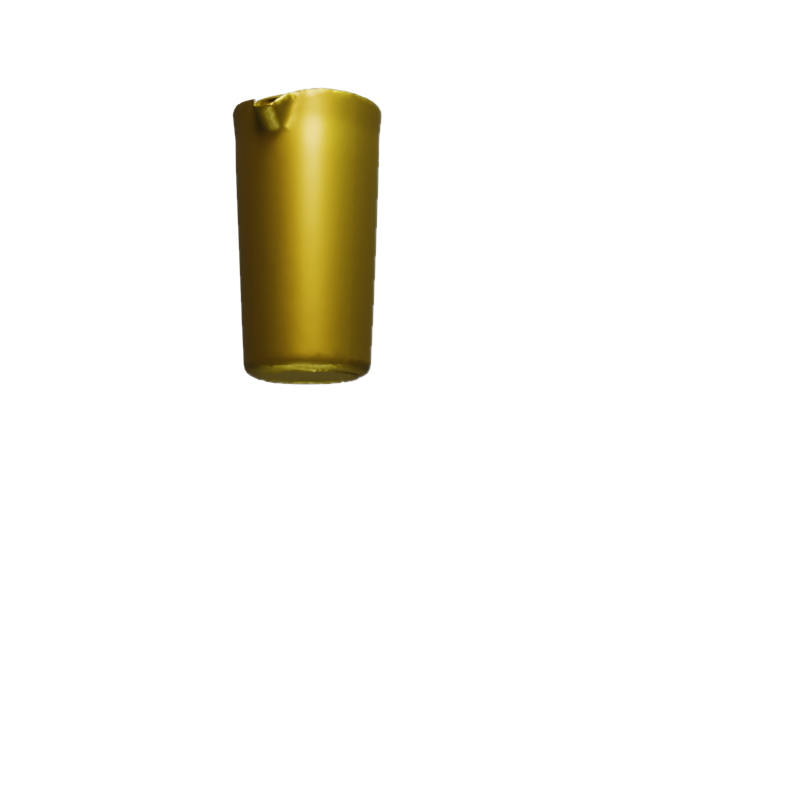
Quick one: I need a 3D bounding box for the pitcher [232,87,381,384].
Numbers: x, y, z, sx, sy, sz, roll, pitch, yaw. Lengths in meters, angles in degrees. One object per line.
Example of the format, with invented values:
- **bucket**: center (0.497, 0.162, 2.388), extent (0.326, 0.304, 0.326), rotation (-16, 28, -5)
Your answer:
- **pitcher**: center (-0.076, -0.139, 0.973), extent (0.145, 0.251, 0.145), rotation (4, -13, -22)
